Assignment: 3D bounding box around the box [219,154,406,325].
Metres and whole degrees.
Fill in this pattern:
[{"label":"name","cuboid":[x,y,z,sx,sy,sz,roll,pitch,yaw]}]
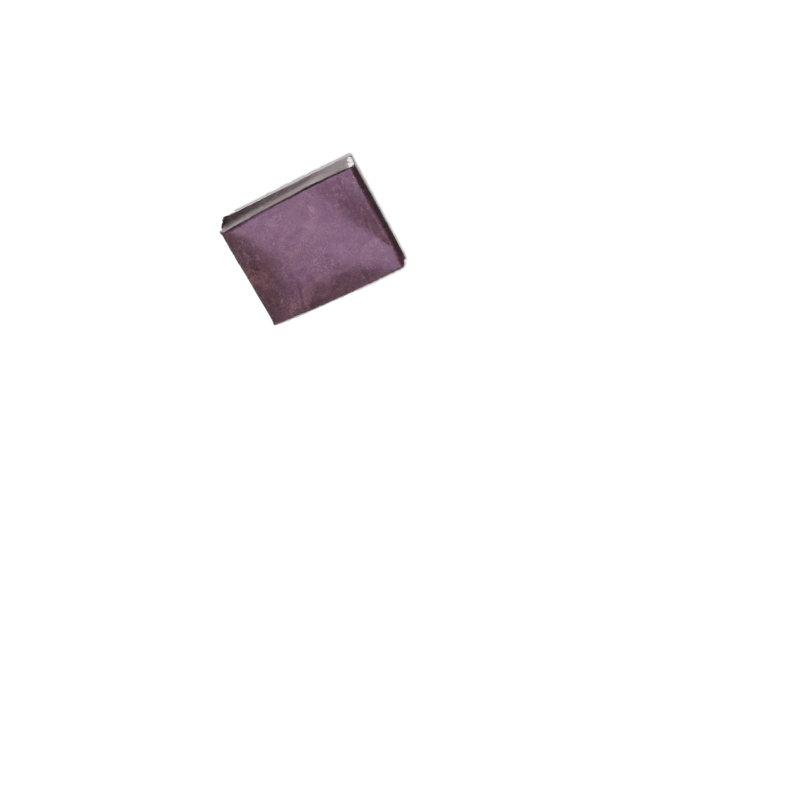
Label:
[{"label":"box","cuboid":[-0.065,-0.118,0.831,0.113,0.086,0.041,-25,19,9]}]
